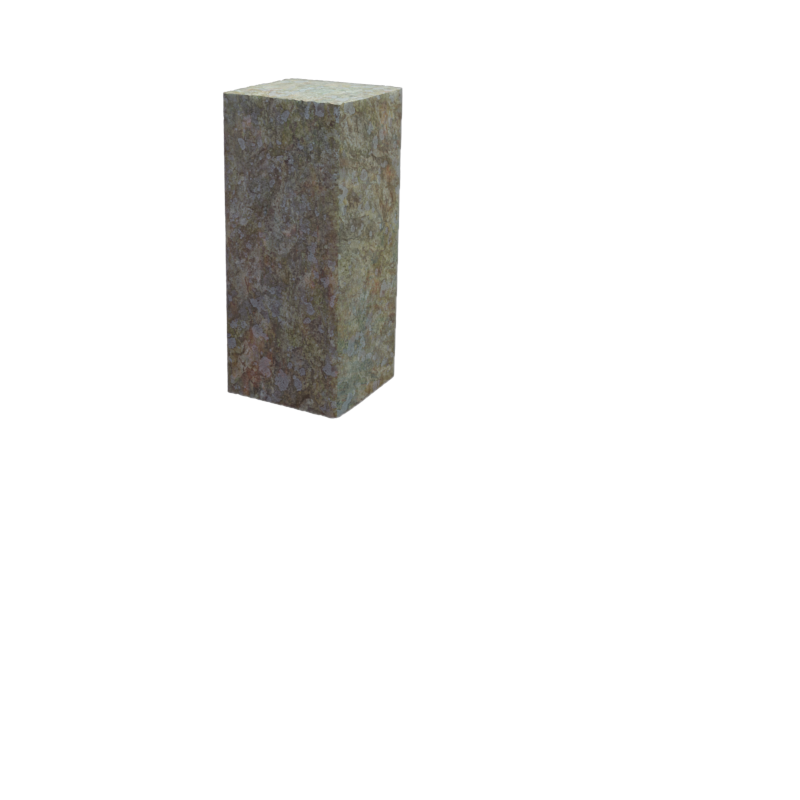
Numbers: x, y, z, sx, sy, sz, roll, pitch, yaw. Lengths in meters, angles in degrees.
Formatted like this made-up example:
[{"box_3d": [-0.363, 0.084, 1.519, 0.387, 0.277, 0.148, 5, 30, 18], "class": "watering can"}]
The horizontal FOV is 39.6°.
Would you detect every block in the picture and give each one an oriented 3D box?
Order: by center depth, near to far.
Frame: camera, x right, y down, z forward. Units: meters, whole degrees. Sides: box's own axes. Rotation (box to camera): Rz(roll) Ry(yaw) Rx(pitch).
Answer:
[{"box_3d": [-0.058, -0.107, 0.748, 0.095, 0.198, 0.090, 10, 19, 27], "class": "block"}]
